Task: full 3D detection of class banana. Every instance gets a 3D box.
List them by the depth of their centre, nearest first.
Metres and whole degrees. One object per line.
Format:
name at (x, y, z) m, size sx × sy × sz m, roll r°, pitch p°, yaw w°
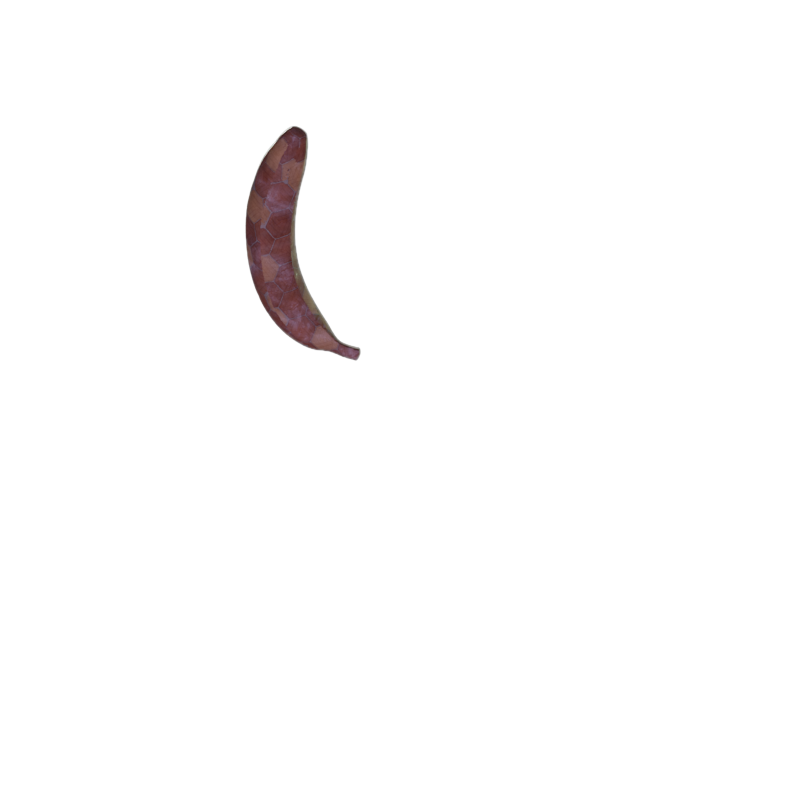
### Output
banana at (-0.083, -0.113, 0.843) m, size 0.070 × 0.185 × 0.039 m, roll -11°, pitch 28°, yaw 5°
